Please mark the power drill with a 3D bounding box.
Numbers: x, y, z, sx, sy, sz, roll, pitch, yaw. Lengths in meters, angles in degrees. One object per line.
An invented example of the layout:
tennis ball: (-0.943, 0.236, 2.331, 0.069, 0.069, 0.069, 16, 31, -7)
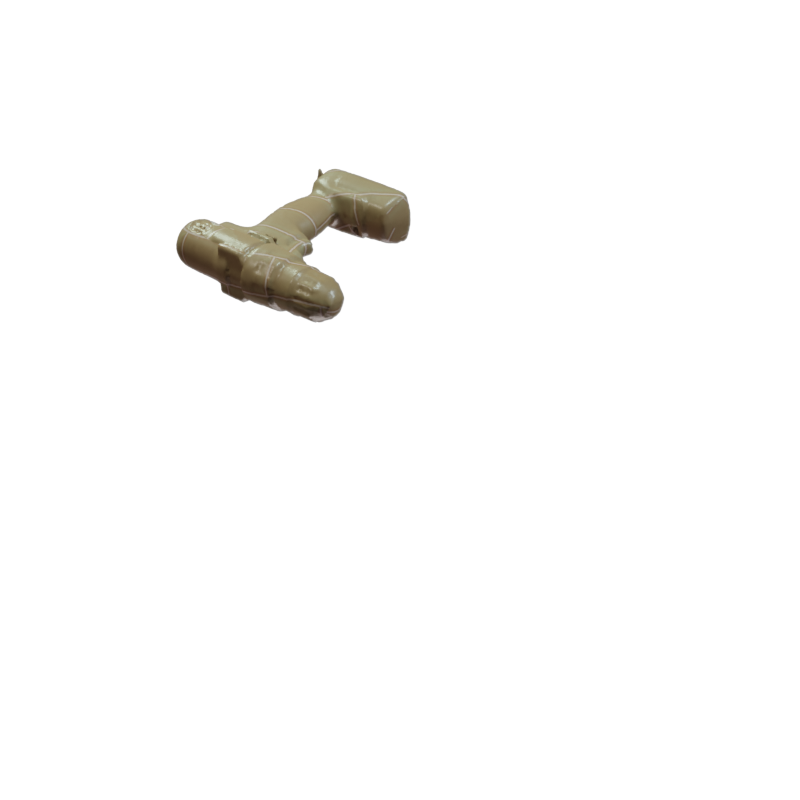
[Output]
power drill: (-0.077, -0.141, 0.986, 0.196, 0.054, 0.187, 26, 41, 34)
